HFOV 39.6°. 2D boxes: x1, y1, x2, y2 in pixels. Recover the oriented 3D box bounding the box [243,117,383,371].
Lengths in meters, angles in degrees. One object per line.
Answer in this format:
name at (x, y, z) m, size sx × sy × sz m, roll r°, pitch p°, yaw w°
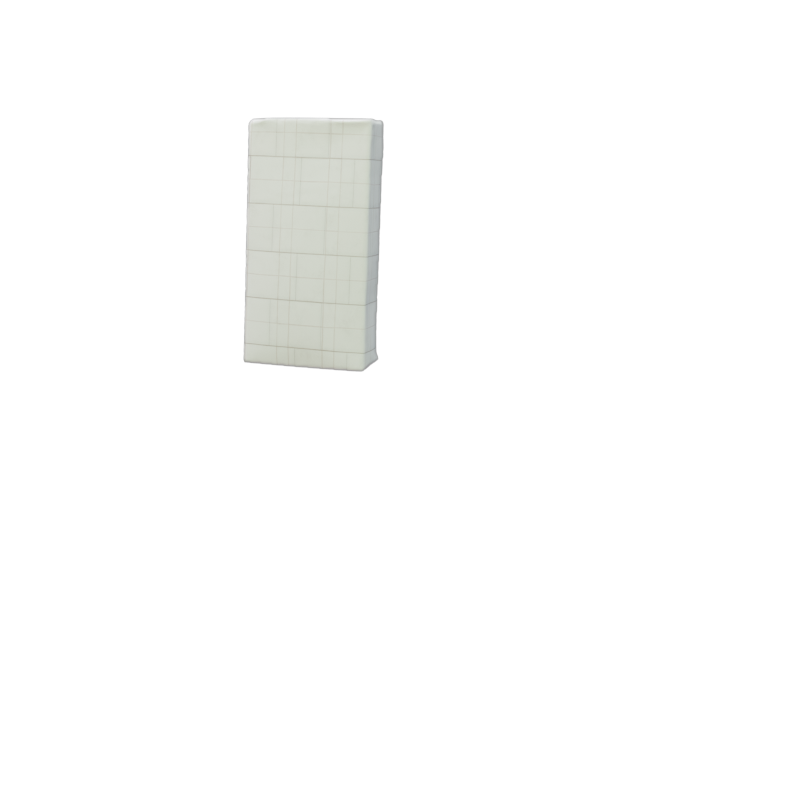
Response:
box at (-0.062, -0.113, 0.793) m, size 0.095 × 0.173 × 0.048 m, roll 3°, pitch 7°, yaw 16°
